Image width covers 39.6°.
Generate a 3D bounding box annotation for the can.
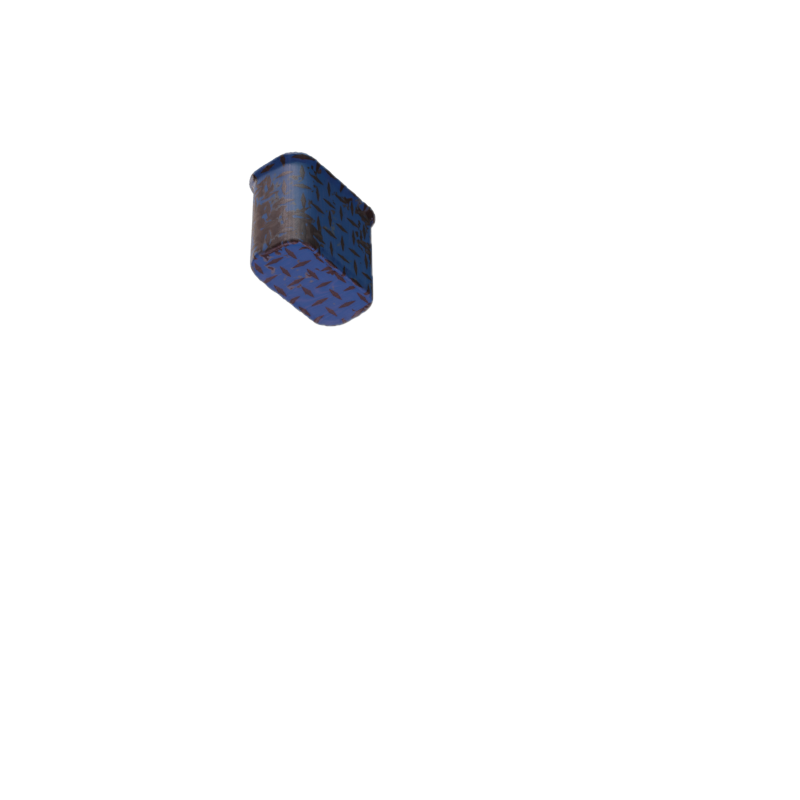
[{"bbox_3d":[-0.062,-0.113,0.794,0.057,0.090,0.095,-27,-45,28],"label":"can"}]
